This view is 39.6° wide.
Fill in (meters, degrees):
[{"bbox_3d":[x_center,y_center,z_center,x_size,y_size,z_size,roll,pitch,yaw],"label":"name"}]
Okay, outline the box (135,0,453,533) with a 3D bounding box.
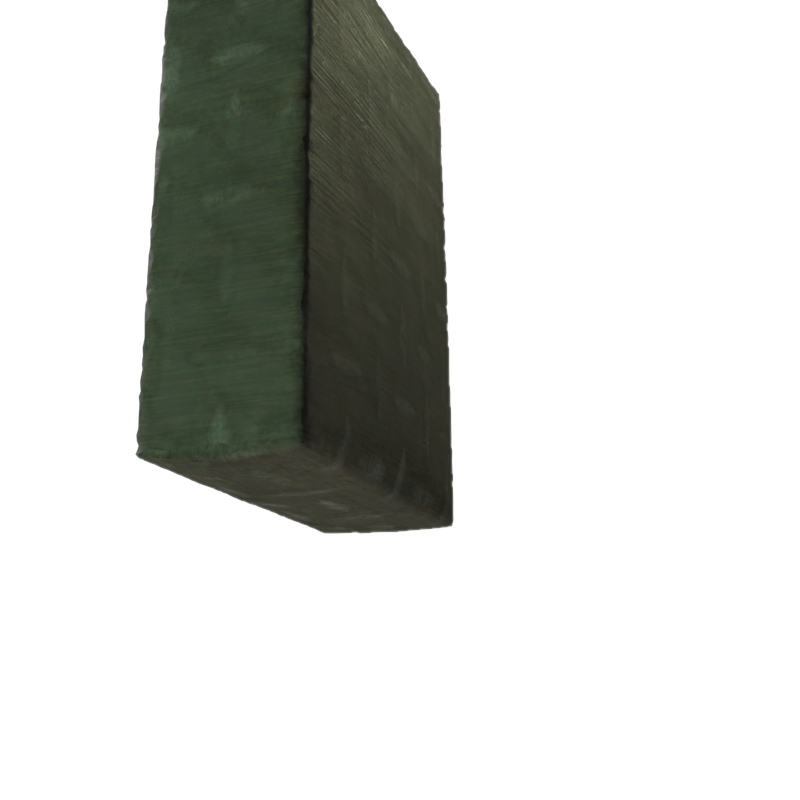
[{"bbox_3d":[-0.036,-0.065,0.456,0.073,0.225,0.153,-9,-22,19],"label":"box"}]
